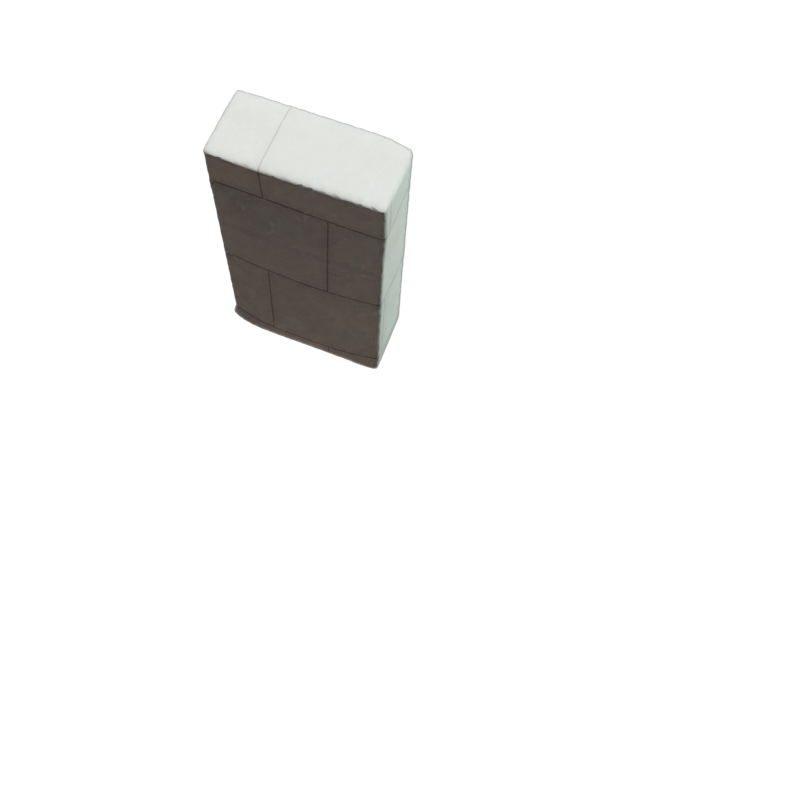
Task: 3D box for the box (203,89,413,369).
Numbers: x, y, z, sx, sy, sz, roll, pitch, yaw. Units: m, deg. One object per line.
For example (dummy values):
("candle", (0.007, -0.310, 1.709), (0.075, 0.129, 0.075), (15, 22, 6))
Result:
("box", (-0.045, -0.083, 0.581), (0.095, 0.050, 0.166), (22, -25, 7))
